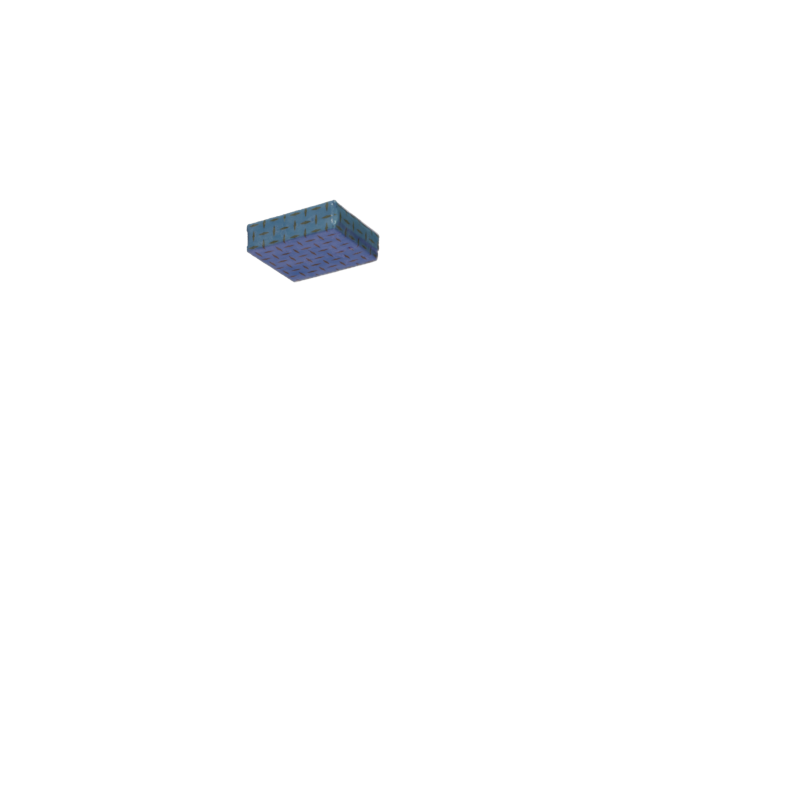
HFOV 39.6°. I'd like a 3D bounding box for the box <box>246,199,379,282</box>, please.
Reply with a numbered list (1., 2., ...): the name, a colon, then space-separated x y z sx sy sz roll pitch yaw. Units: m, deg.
1. box: -0.073 -0.133 0.934 0.091 0.032 0.068 -12 -23 28
